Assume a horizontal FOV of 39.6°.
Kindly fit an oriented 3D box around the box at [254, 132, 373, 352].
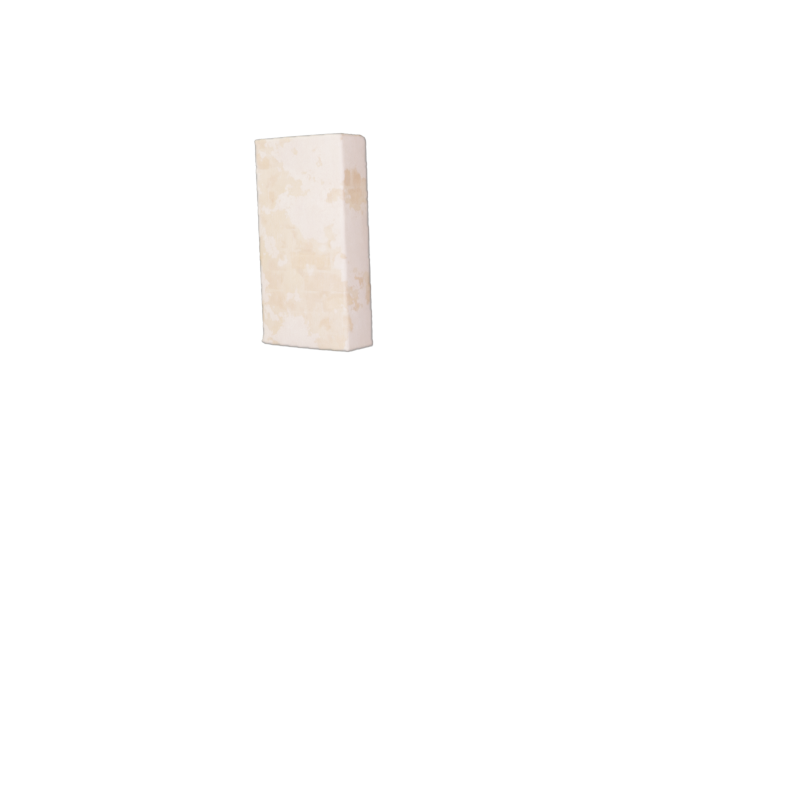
[{"bbox_3d":[-0.072,-0.132,0.925,0.097,0.176,0.046,2,2,35],"label":"box"}]
